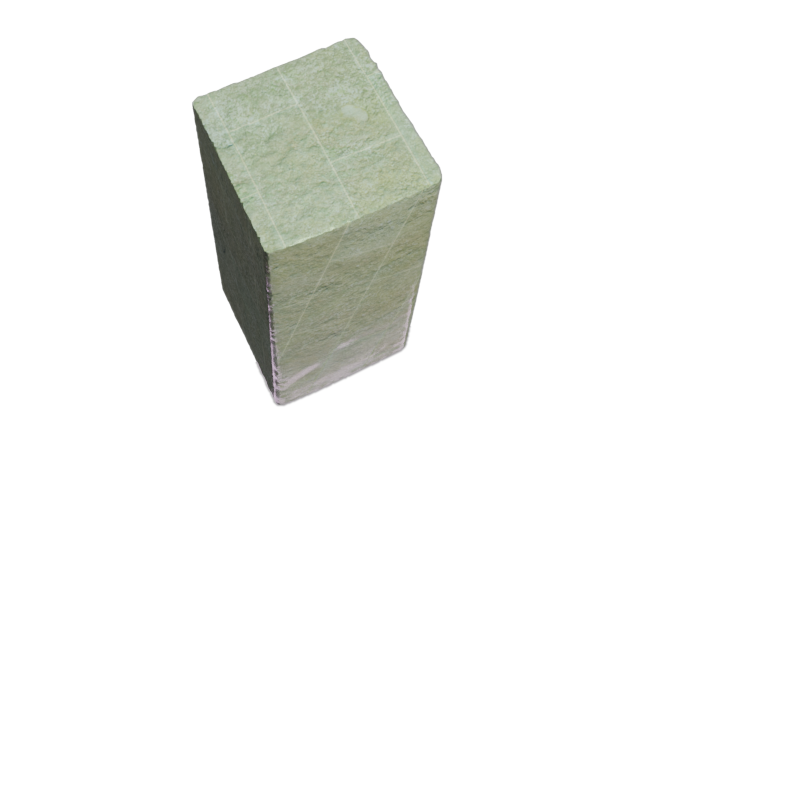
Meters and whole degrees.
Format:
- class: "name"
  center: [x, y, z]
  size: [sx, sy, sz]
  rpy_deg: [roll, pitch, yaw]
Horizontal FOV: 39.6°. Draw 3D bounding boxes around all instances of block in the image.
- class: "block"
  center: [-0.046, -0.085, 0.593]
  size: [0.090, 0.096, 0.196]
  rpy_deg: [-24, -18, -12]
